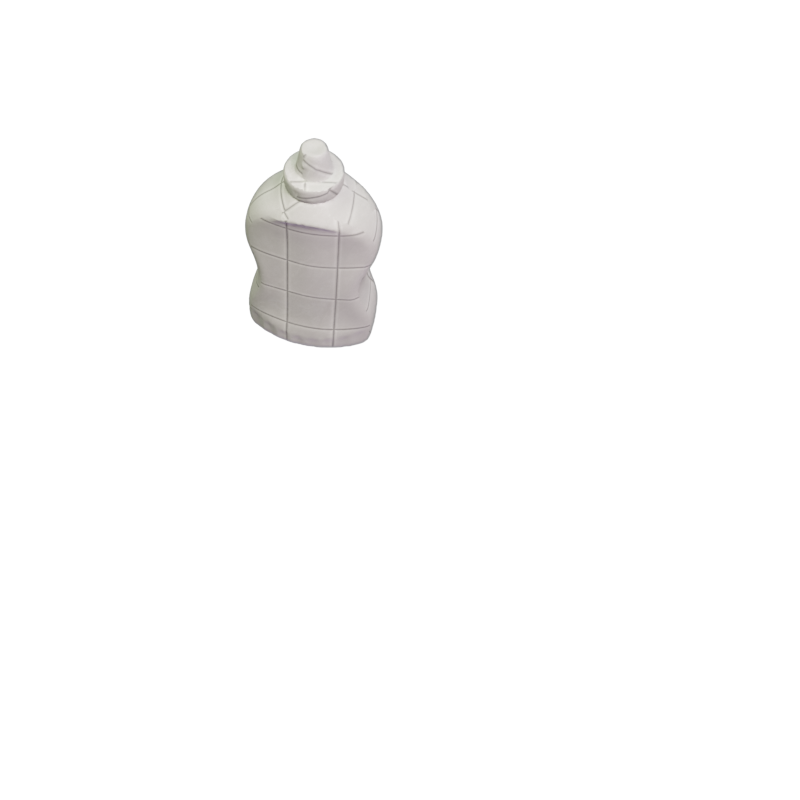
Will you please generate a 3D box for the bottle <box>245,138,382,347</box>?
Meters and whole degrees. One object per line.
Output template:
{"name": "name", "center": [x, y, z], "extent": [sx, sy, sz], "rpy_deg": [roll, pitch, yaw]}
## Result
{"name": "bottle", "center": [-0.062, -0.113, 0.791], "extent": [0.097, 0.062, 0.179], "rpy_deg": [13, -34, 6]}
